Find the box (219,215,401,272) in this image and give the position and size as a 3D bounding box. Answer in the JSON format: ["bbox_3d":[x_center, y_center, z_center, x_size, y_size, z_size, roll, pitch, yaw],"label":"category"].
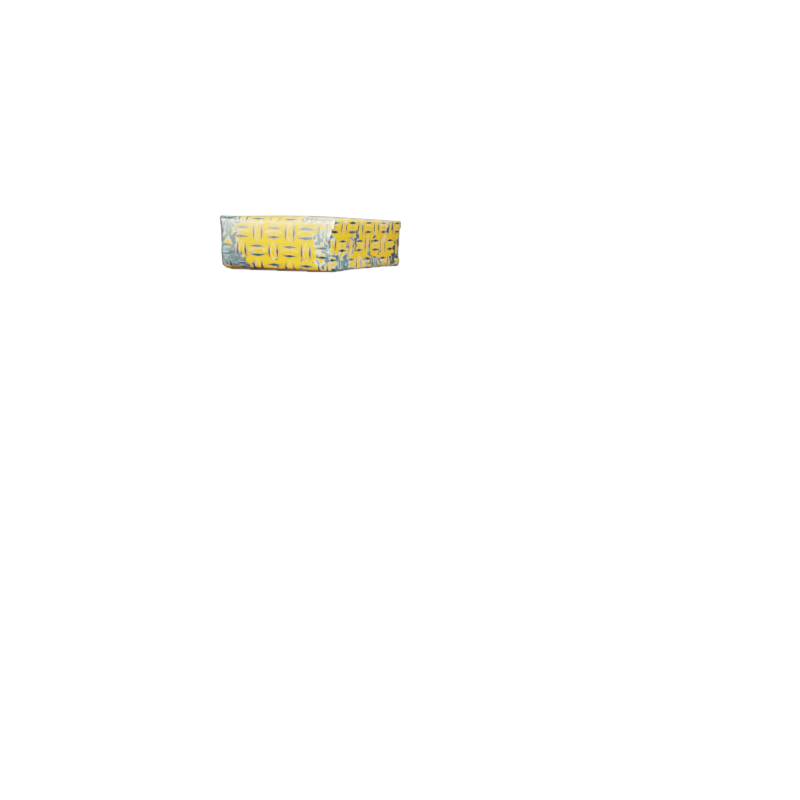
[{"bbox_3d":[-0.062,-0.113,0.789,0.093,0.038,0.111,5,11,25],"label":"box"}]
